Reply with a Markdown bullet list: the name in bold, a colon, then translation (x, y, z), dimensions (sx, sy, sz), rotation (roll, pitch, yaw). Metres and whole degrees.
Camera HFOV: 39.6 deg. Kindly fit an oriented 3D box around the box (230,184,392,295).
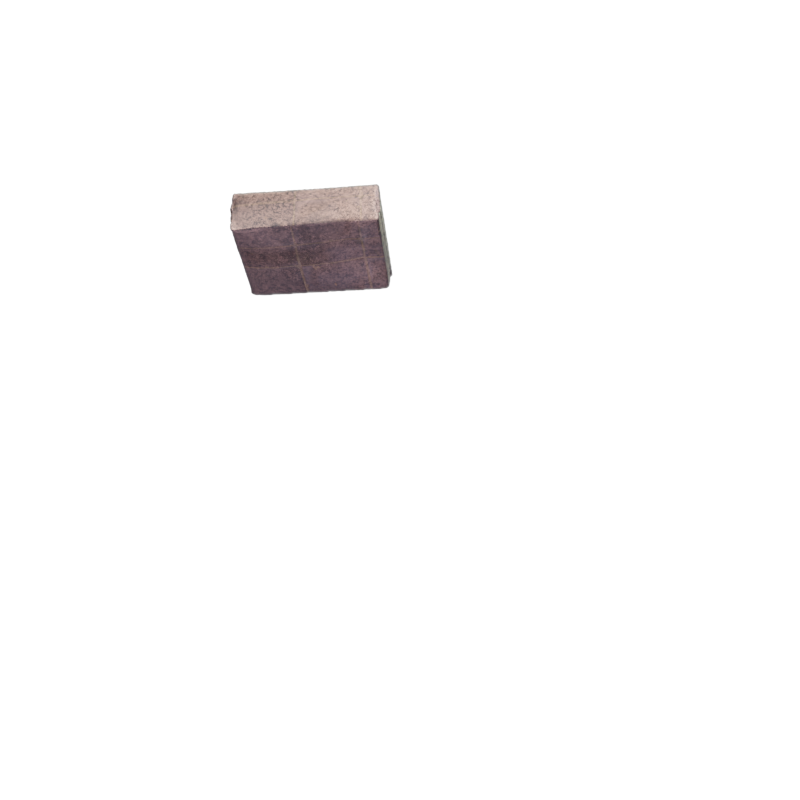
- **box**: translation (-0.066, -0.121, 0.846), dimensions (0.114, 0.042, 0.083), rotation (-4, -33, 5)
